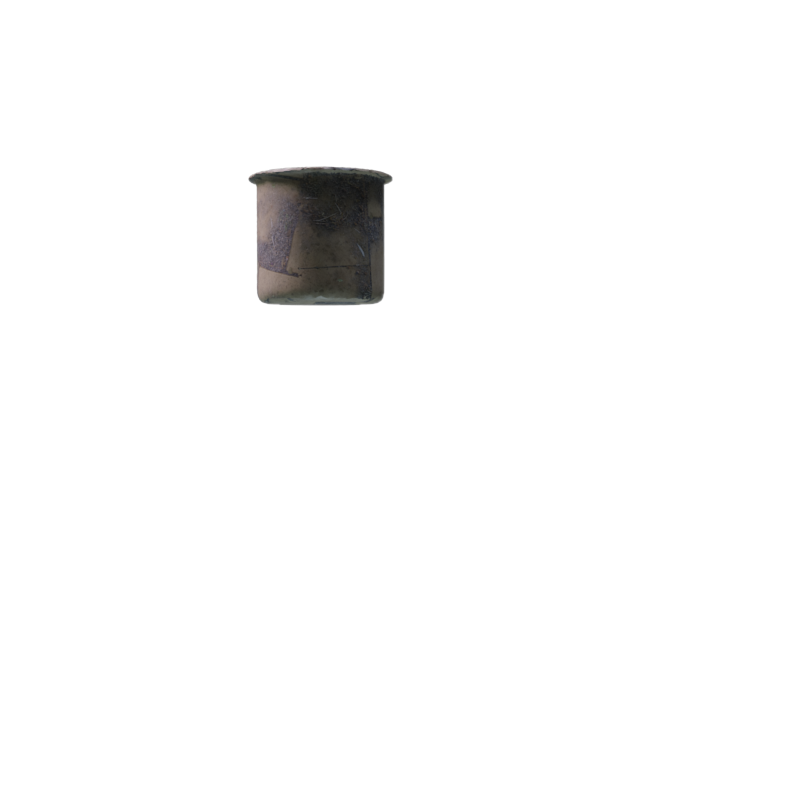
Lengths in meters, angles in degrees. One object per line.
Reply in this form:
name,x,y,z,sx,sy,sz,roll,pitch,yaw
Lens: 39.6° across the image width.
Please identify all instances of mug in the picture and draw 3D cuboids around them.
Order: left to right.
mug,-0.056,-0.103,0.721,0.090,0.082,0.120,0,0,-26
